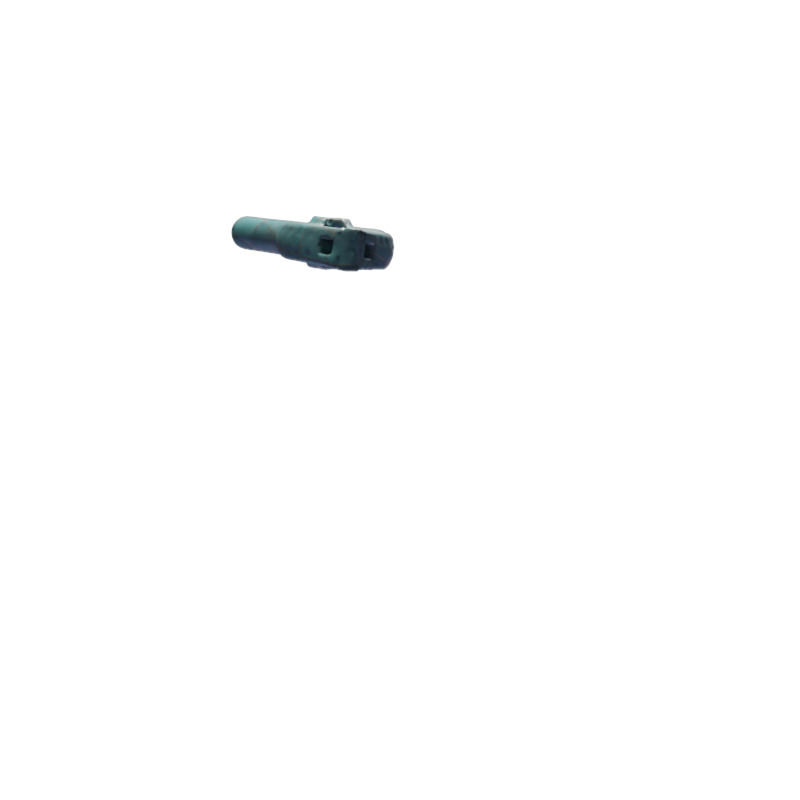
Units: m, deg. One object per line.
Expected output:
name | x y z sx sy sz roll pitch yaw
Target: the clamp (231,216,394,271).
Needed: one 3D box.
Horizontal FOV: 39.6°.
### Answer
clamp | -0.060 -0.110 0.767 0.120 0.039 0.173 0 7 -4
